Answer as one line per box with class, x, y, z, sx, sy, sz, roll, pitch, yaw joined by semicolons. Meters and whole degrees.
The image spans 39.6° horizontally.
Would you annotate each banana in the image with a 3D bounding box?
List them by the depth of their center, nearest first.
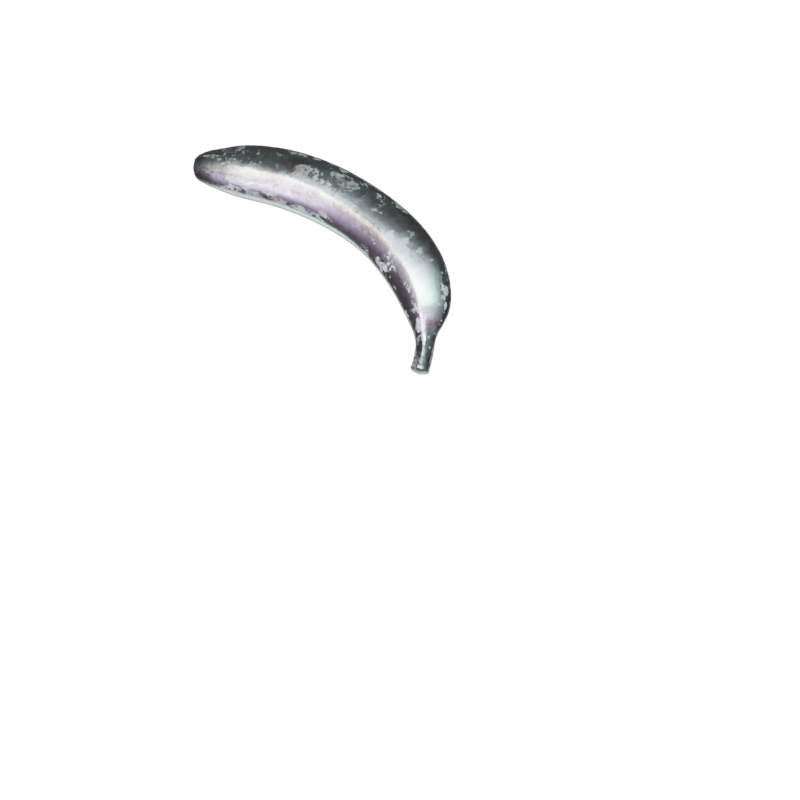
banana;-0.037;-0.105;0.670;0.207;0.070;0.035;42;-19;18
